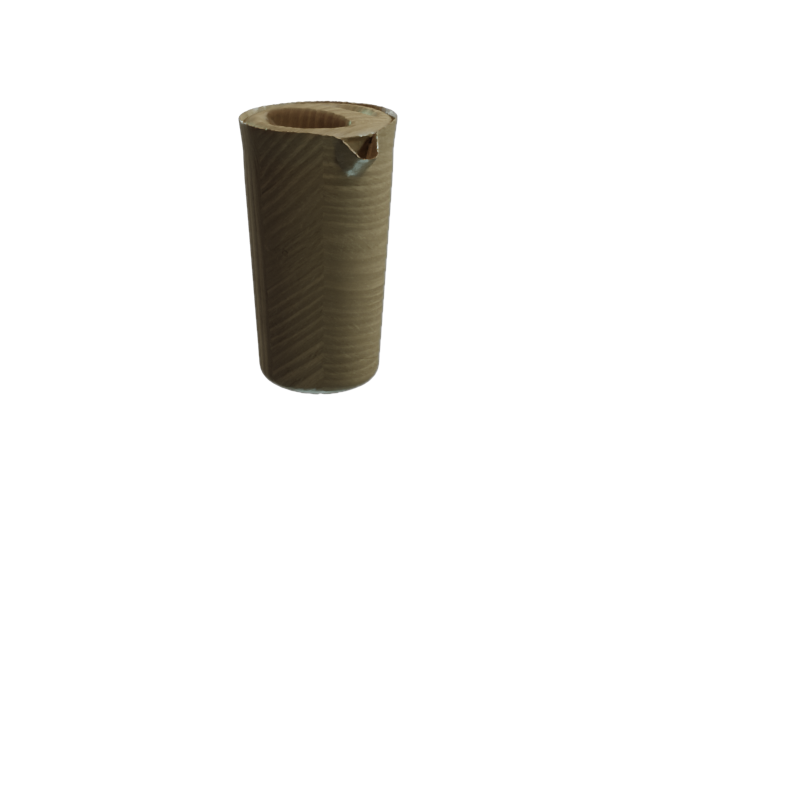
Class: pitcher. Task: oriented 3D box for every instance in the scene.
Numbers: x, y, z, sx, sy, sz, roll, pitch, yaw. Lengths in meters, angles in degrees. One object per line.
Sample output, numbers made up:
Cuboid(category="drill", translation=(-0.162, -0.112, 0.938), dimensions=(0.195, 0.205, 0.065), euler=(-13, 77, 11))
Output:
Cuboid(category="pitcher", translation=(-0.076, -0.139, 0.971), dimensions=(0.148, 0.232, 0.153), euler=(6, 21, 11))
